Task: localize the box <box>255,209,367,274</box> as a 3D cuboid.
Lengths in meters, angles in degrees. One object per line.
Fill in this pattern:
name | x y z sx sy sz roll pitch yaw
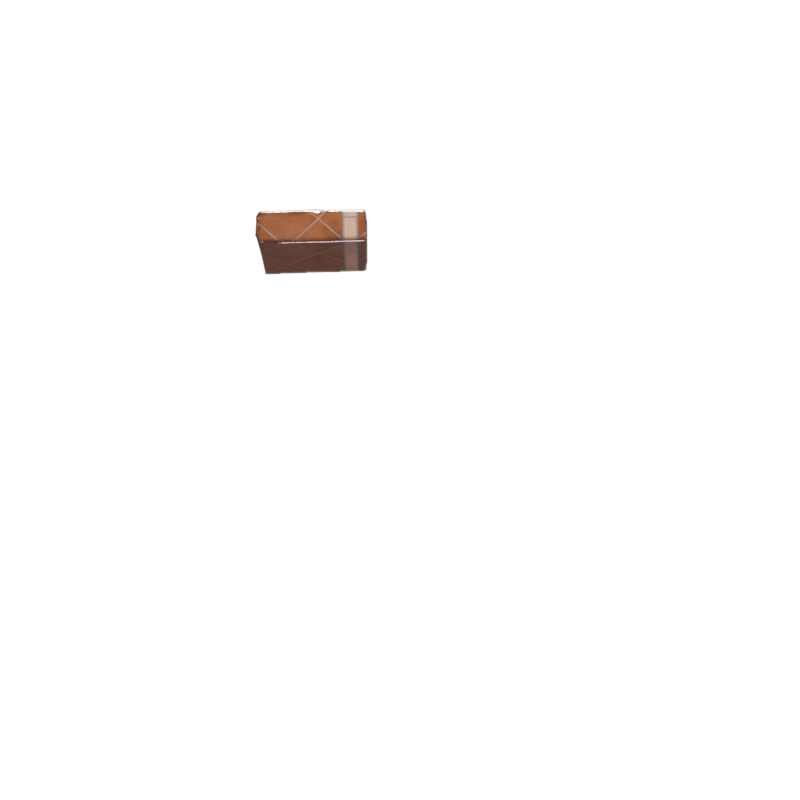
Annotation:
box | -0.072 -0.130 0.913 0.089 0.032 0.070 0 -16 1
